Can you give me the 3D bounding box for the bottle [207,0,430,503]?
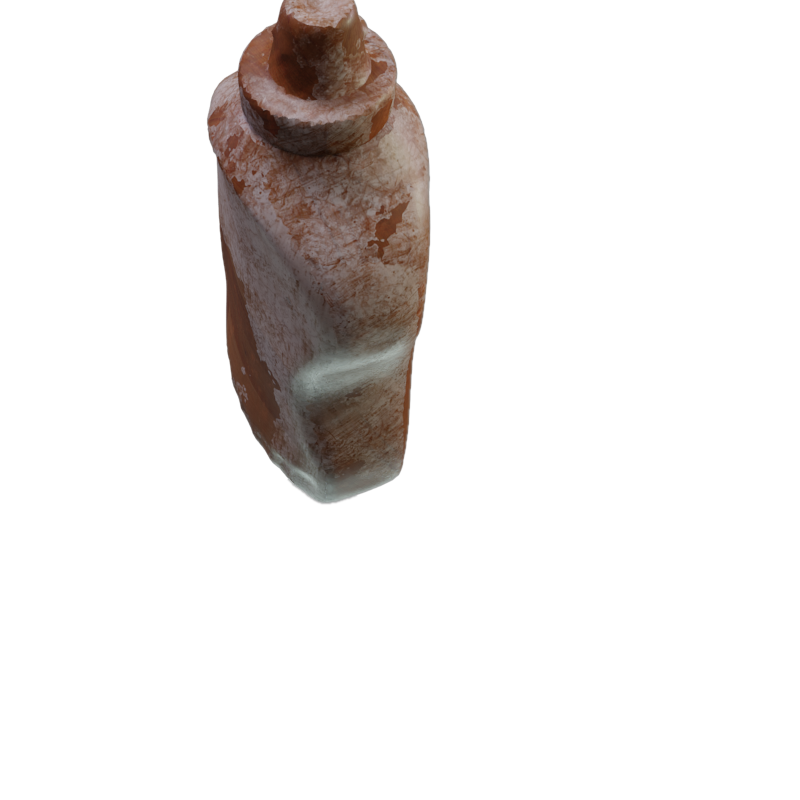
[{"bbox_3d":[-0.026,-0.049,0.343,0.058,0.103,0.180,-17,-29,-14],"label":"bottle"}]
